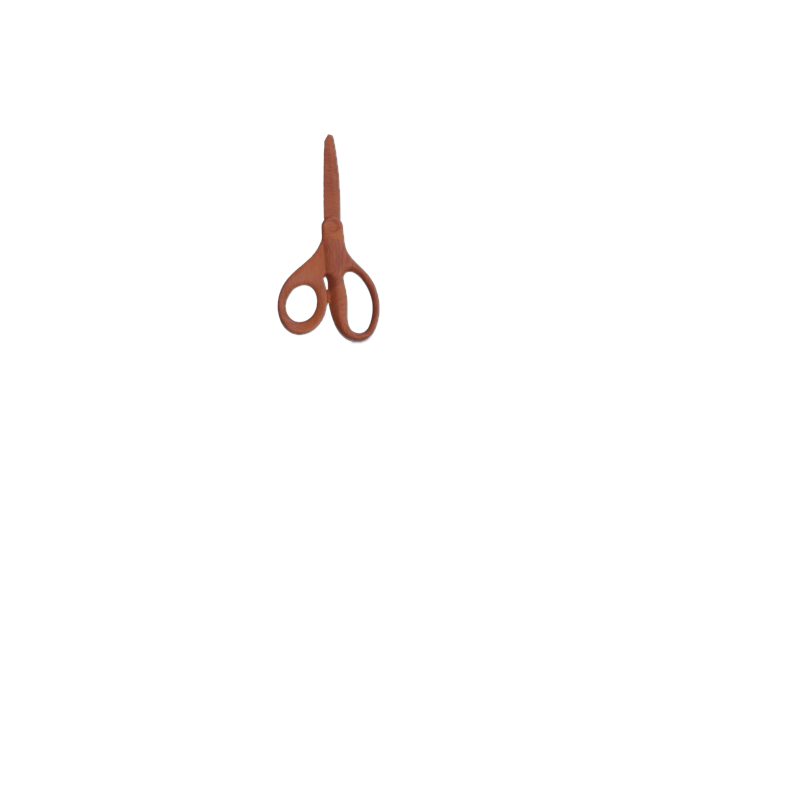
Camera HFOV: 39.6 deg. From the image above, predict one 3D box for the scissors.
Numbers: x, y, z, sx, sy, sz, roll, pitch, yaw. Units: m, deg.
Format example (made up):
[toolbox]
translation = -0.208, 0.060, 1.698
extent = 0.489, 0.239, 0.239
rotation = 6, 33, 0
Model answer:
[scissors]
translation = -0.077, -0.140, 0.979
extent = 0.096, 0.214, 0.015
rotation = -16, -23, -7
